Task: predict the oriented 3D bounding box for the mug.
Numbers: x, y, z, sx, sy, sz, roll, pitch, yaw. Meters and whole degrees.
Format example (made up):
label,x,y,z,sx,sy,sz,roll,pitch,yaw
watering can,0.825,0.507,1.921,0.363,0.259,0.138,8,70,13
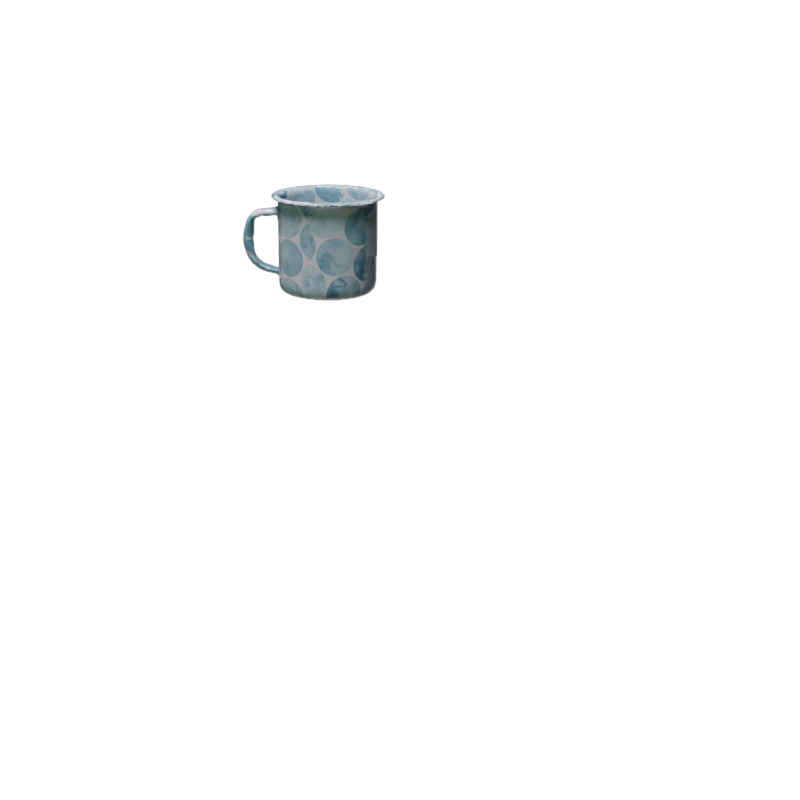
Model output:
label,x,y,z,sx,sy,sz,roll,pitch,yaw
mug,-0.072,-0.131,0.919,0.117,0.079,0.096,1,17,1
